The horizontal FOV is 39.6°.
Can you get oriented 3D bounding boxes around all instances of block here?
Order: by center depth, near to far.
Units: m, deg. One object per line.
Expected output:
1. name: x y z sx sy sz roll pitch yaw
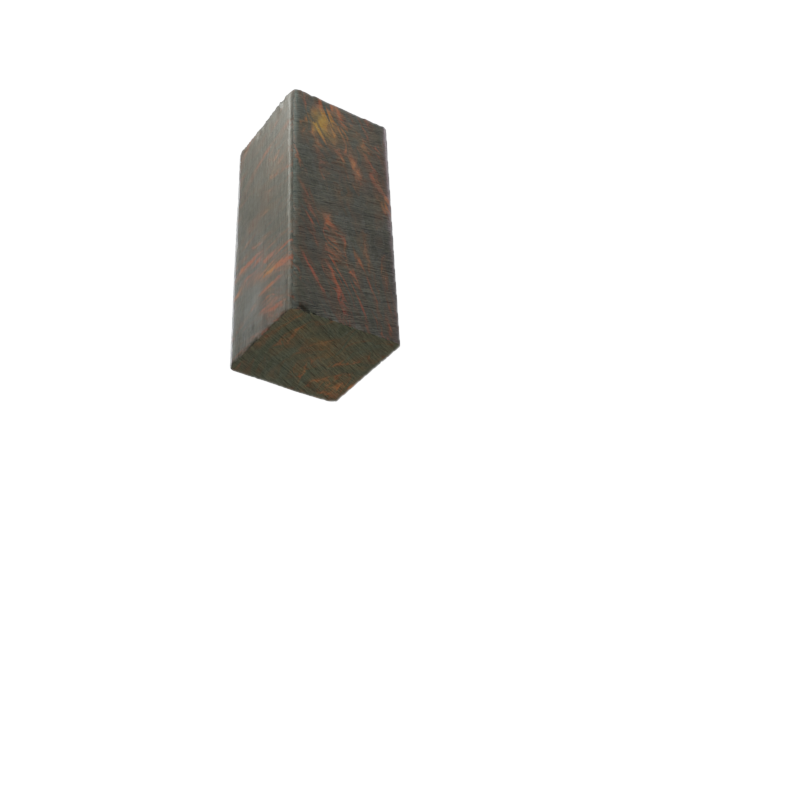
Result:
1. block: -0.065 -0.118 0.826 0.086 0.221 0.089 19 -41 -27
